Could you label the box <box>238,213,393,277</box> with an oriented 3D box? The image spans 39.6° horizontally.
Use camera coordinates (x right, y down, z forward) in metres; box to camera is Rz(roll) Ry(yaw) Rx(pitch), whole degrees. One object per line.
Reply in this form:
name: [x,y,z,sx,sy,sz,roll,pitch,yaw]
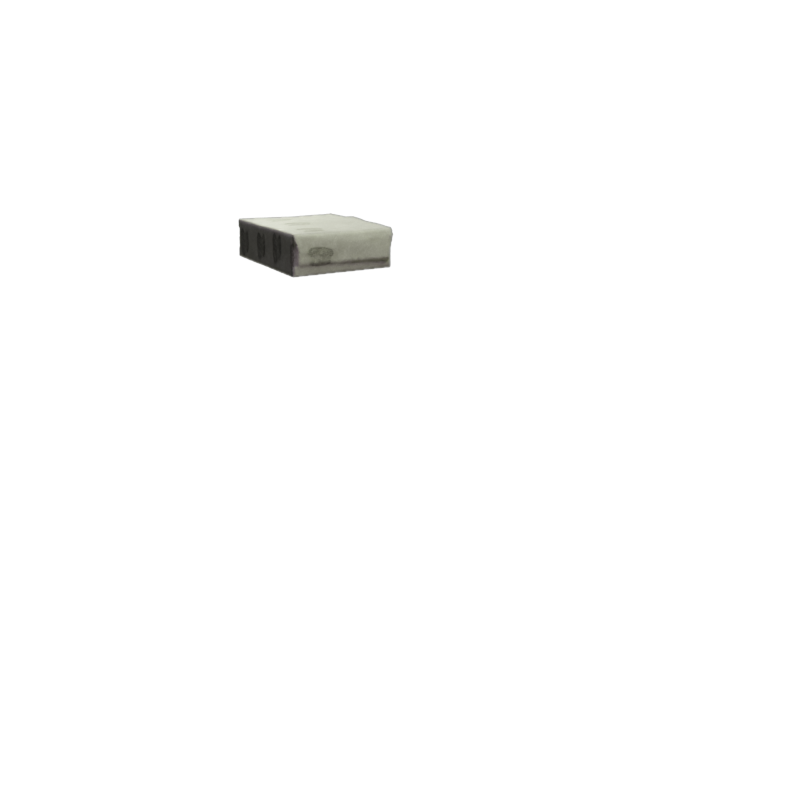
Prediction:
box: [-0.058,-0.106,0.742,0.071,0.029,0.094,-8,17,-28]
